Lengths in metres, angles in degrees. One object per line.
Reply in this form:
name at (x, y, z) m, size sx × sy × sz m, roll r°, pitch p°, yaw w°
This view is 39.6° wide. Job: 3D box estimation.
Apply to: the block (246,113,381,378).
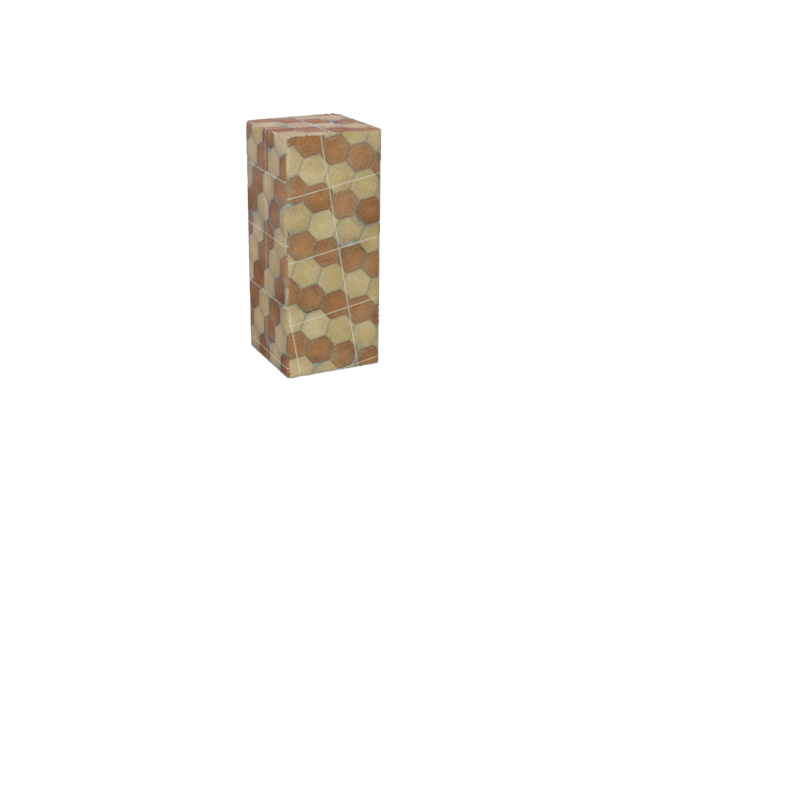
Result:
block at (-0.076, -0.137, 0.958) m, size 0.088 × 0.198 × 0.096 m, roll -8°, pitch 20°, yaw -26°
